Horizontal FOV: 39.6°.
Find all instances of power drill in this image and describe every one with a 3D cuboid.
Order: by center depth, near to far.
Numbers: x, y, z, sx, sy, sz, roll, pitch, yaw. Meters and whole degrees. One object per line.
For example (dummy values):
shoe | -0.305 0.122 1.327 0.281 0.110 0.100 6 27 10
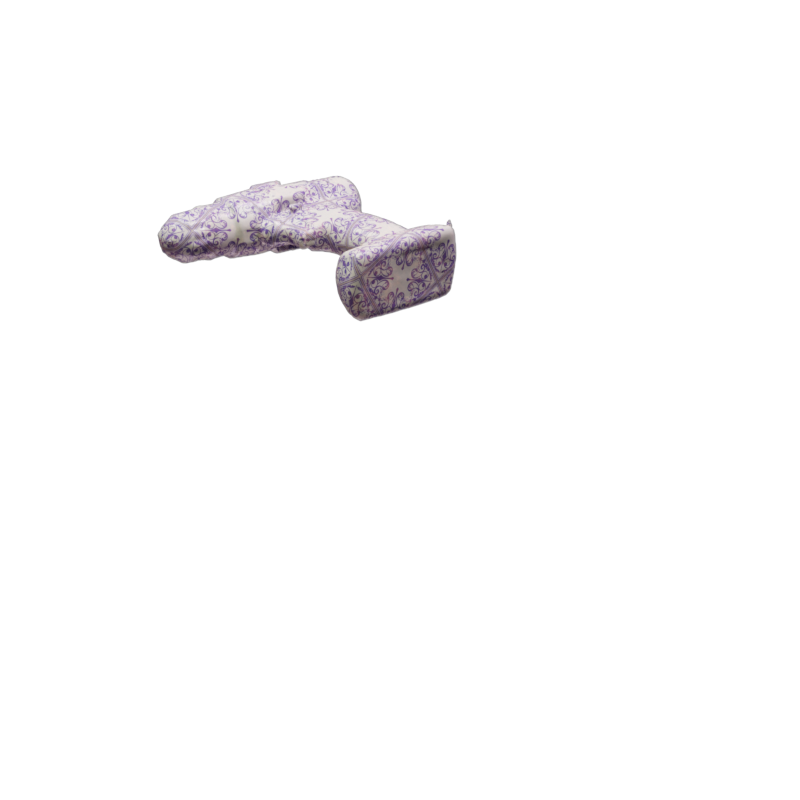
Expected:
power drill | -0.066 -0.120 0.841 0.182 0.054 0.201 -21 35 -34
